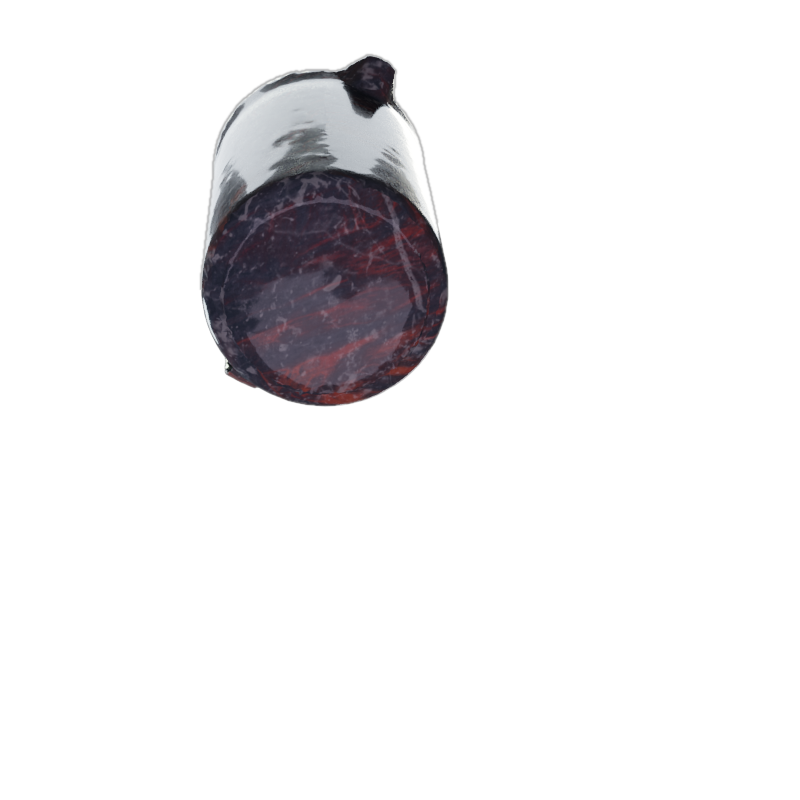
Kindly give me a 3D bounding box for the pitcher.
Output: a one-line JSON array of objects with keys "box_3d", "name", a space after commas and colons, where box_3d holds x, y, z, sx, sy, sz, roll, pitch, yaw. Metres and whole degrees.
[{"box_3d": [-0.046, -0.084, 0.589, 0.145, 0.142, 0.255, -16, 22, 3], "name": "pitcher"}]
